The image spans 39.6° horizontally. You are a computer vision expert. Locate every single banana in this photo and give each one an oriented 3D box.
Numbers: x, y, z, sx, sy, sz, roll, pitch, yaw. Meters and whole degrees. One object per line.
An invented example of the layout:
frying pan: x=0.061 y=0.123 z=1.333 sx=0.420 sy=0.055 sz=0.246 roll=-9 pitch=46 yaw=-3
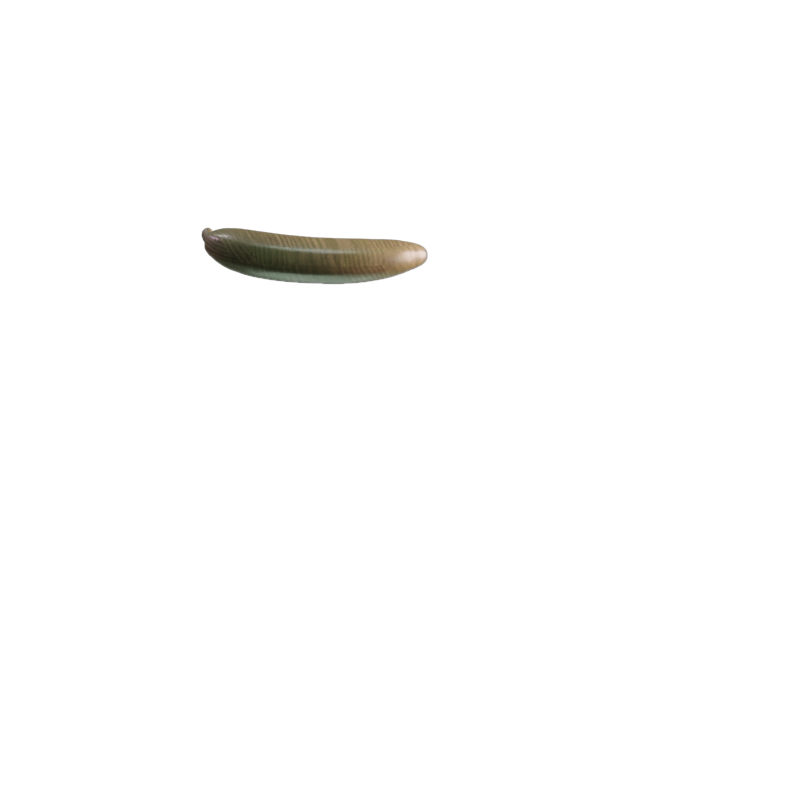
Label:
banana: x=-0.079 y=-0.122 z=0.908 sx=0.202 sy=0.034 sz=0.072 roll=8 pitch=34 yaw=12
